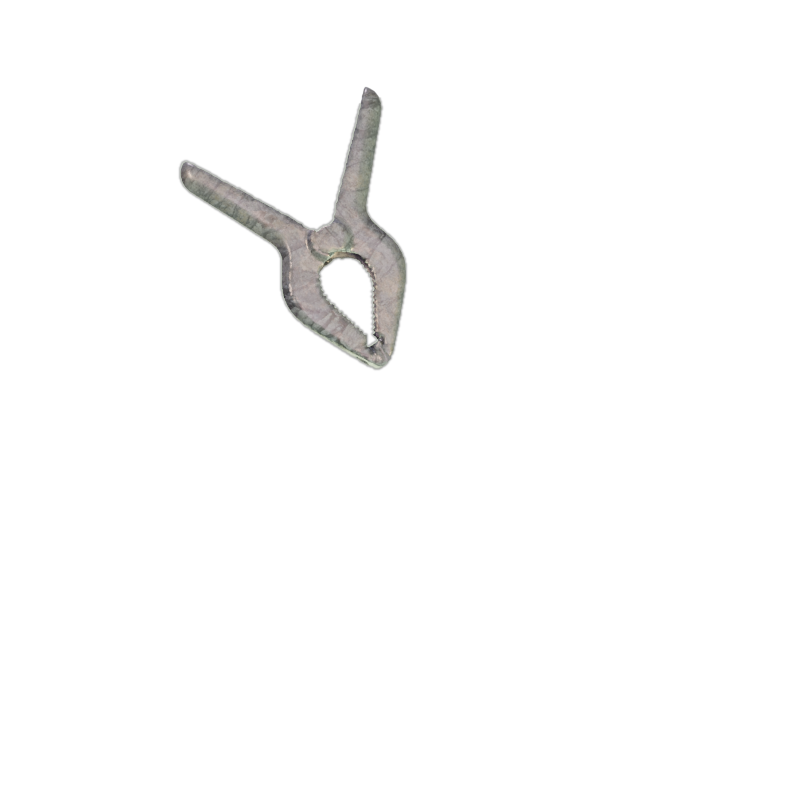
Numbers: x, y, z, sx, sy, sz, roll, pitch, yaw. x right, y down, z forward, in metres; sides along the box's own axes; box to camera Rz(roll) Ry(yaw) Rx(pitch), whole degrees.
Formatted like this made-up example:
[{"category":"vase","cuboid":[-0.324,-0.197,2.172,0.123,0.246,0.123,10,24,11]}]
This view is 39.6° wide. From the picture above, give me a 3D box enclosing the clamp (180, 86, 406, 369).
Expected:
[{"category":"clamp","cuboid":[-0.065,-0.119,0.834,0.164,0.217,0.035,-17,-11,-4]}]
